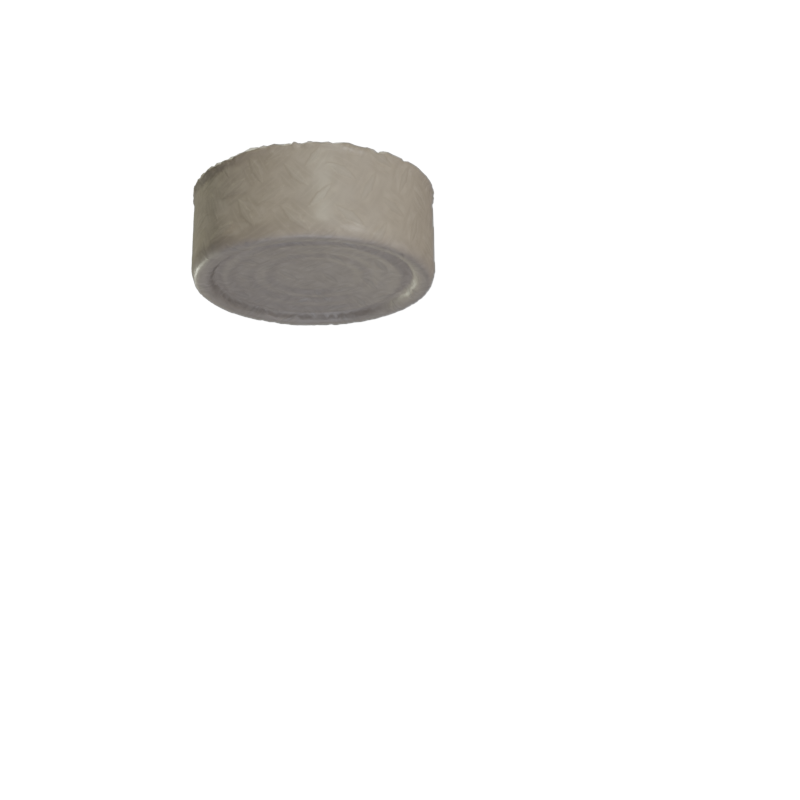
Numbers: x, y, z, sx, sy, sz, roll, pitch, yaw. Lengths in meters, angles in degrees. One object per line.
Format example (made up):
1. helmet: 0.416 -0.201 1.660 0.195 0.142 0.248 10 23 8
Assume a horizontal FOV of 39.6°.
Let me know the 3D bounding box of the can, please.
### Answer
1. can: -0.030 -0.056 0.389 0.086 0.035 0.082 0 -18 -2
